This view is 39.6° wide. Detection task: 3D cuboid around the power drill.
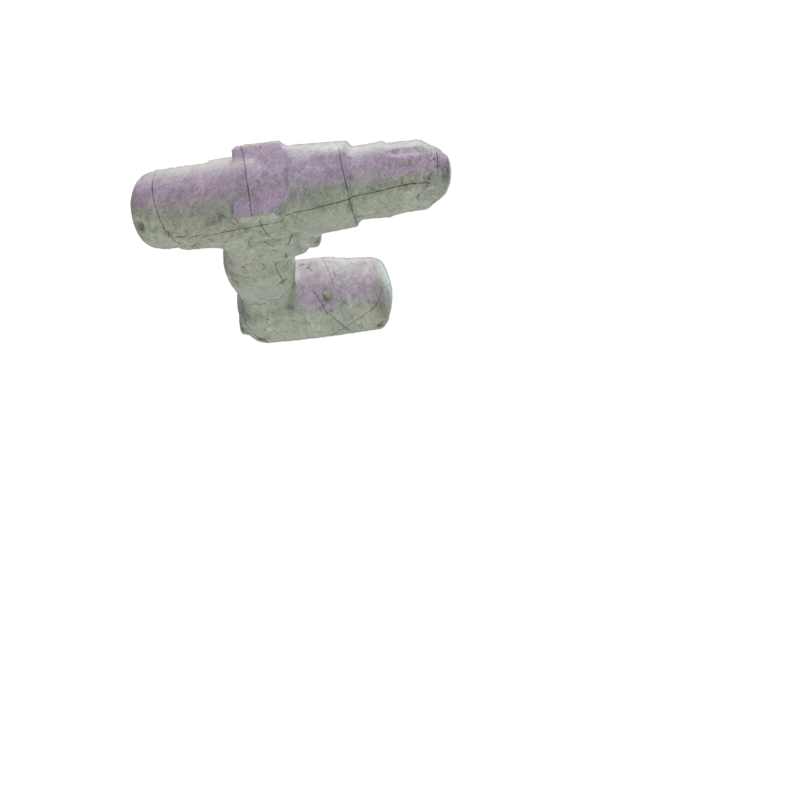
[{"bbox_3d":[-0.054,-0.099,0.692,0.186,0.061,0.176,-4,-22,9],"label":"power drill"}]
